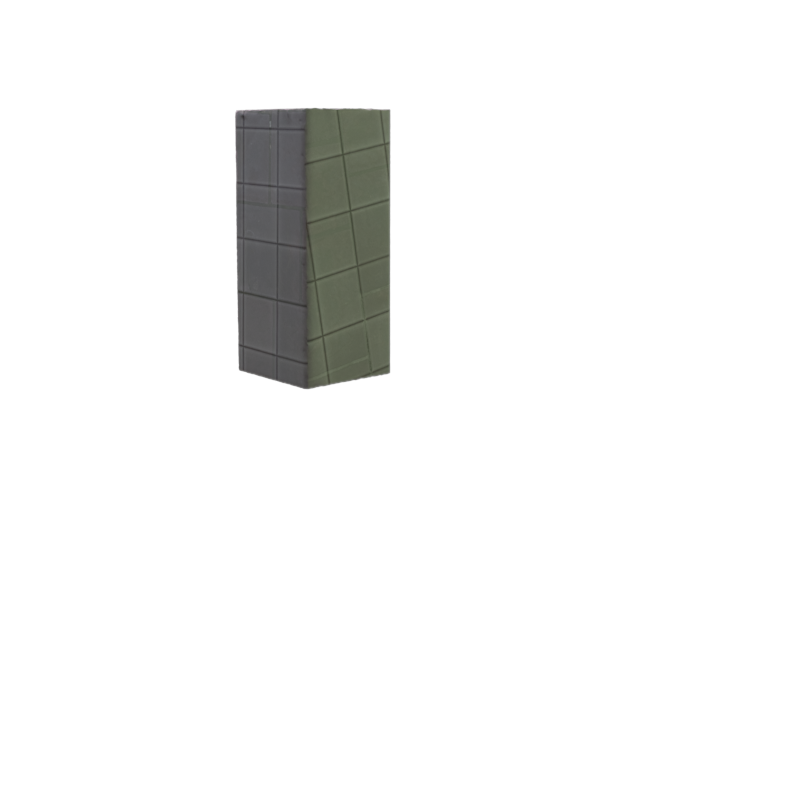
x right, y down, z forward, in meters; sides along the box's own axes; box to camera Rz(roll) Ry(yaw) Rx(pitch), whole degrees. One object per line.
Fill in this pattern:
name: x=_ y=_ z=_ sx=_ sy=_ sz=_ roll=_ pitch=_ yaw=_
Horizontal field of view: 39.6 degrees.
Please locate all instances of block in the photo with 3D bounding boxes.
block: x=-0.068 y=-0.124 z=0.866 sx=0.087 sy=0.203 sz=0.095 roll=-6 pitch=10 yaw=-42
